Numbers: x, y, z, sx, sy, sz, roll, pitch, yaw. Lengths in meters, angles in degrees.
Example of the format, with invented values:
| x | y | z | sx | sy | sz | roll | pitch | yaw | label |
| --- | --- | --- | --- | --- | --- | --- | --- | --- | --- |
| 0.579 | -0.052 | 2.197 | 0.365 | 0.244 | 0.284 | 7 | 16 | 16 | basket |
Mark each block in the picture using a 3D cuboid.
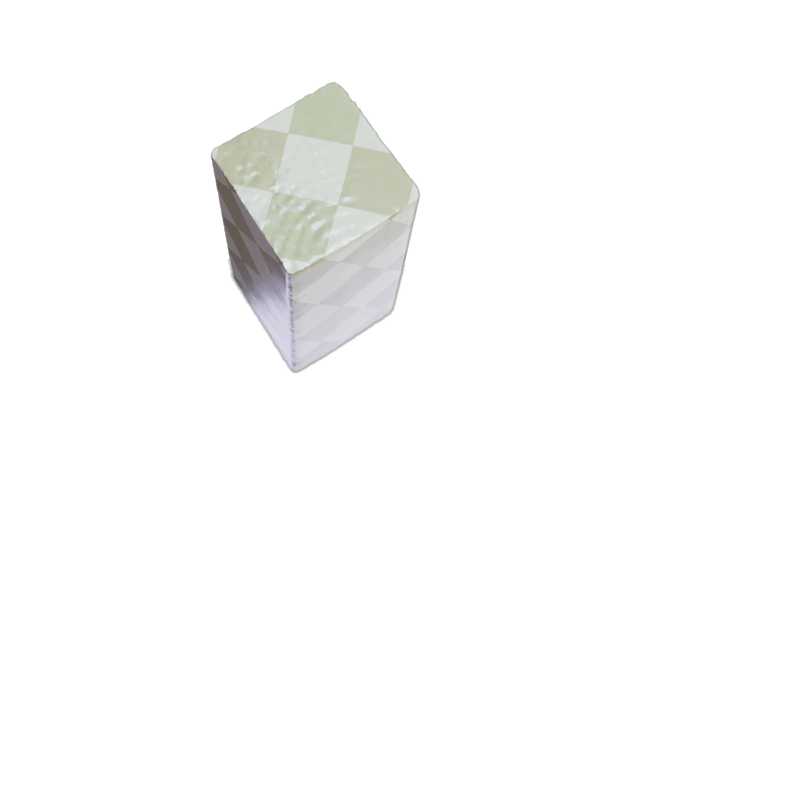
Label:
| x | y | z | sx | sy | sz | roll | pitch | yaw | label |
| --- | --- | --- | --- | --- | --- | --- | --- | --- | --- |
| -0.055 | -0.102 | 0.716 | 0.090 | 0.094 | 0.198 | -32 | -11 | -12 | block |
